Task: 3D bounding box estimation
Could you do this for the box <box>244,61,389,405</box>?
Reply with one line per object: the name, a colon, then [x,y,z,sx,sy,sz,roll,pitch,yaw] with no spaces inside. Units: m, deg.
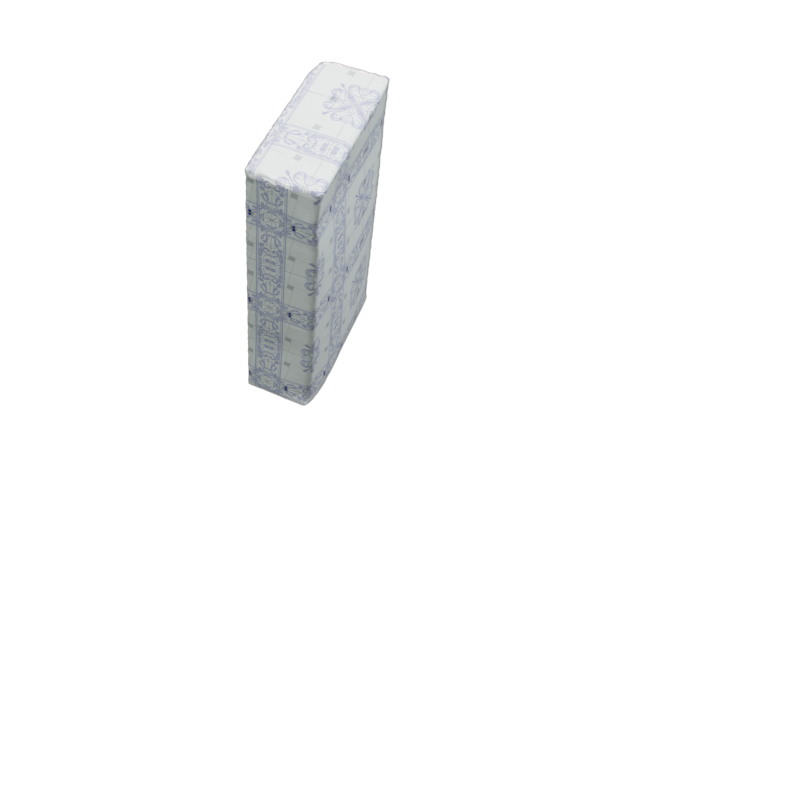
box: [-0.047,-0.085,0.594,0.049,0.097,0.164,18,-37,10]
